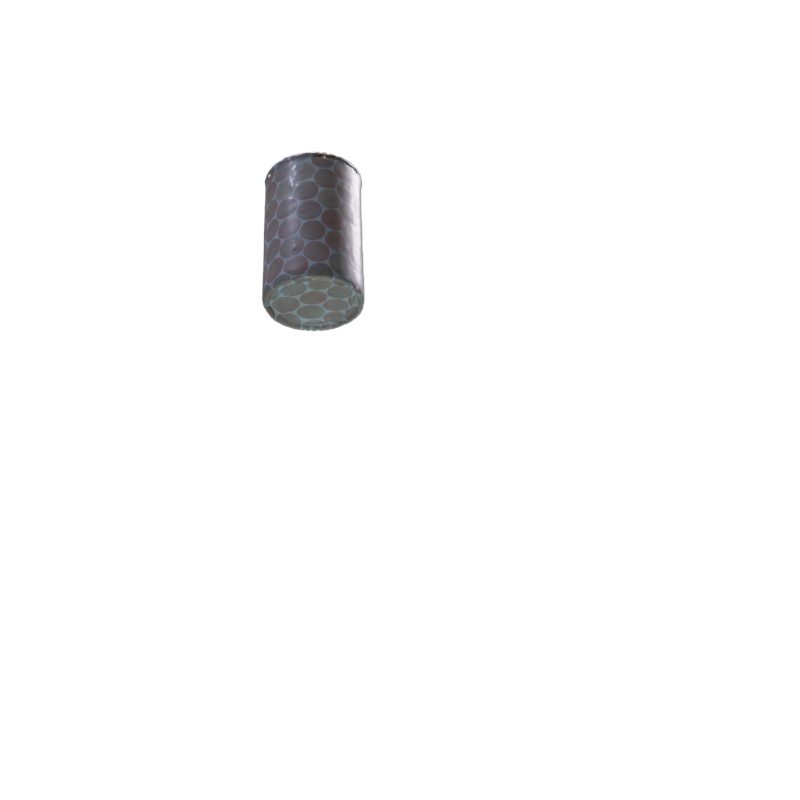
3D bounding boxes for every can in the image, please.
[{"bbox_3d":[-0.058,-0.106,0.744,0.068,0.109,0.064,-1,-33,-2],"label":"can"}]
